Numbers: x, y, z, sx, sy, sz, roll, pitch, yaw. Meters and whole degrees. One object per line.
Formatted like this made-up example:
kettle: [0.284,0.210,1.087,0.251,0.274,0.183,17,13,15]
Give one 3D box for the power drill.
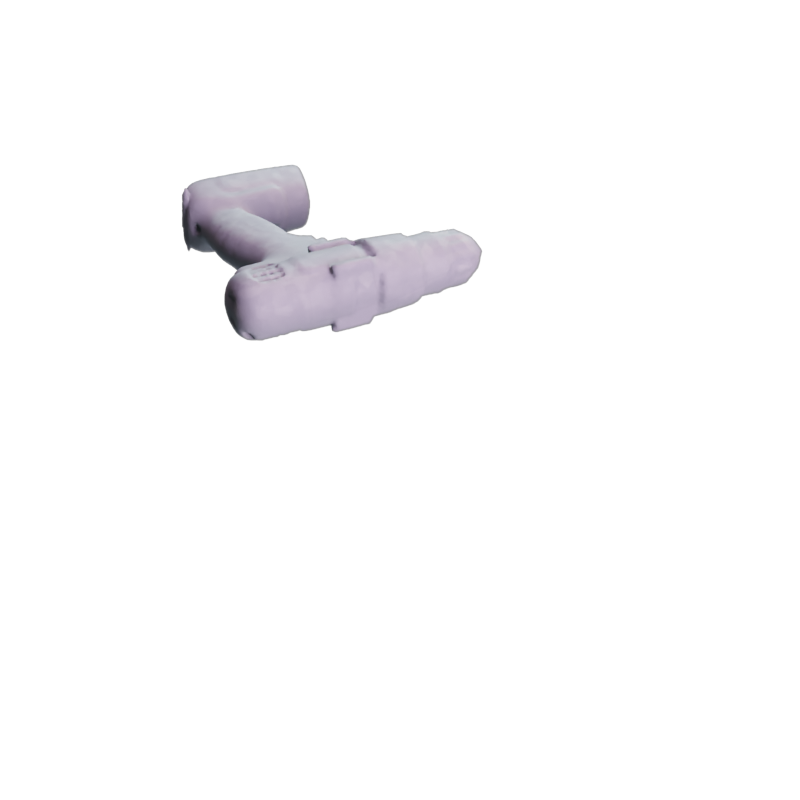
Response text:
power drill: [-0.062,-0.112,0.787,0.181,0.054,0.201,-14,32,-25]
